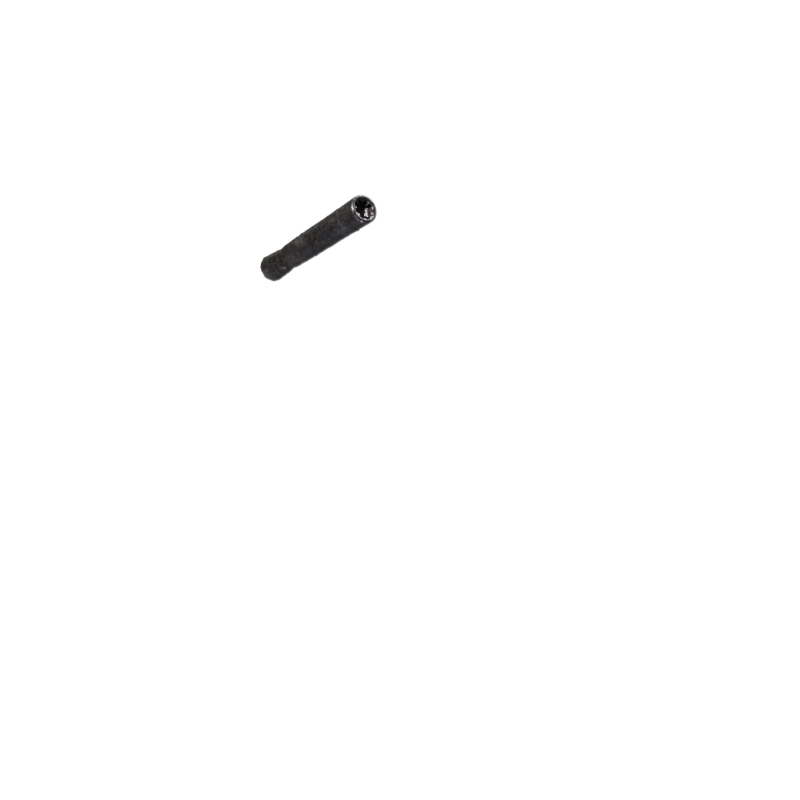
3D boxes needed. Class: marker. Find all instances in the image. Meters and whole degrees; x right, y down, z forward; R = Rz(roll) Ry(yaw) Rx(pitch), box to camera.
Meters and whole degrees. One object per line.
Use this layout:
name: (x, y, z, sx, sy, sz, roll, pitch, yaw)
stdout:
marker: (-0.056, -0.103, 0.721, 0.019, 0.020, 0.121, -2, -12, -37)
